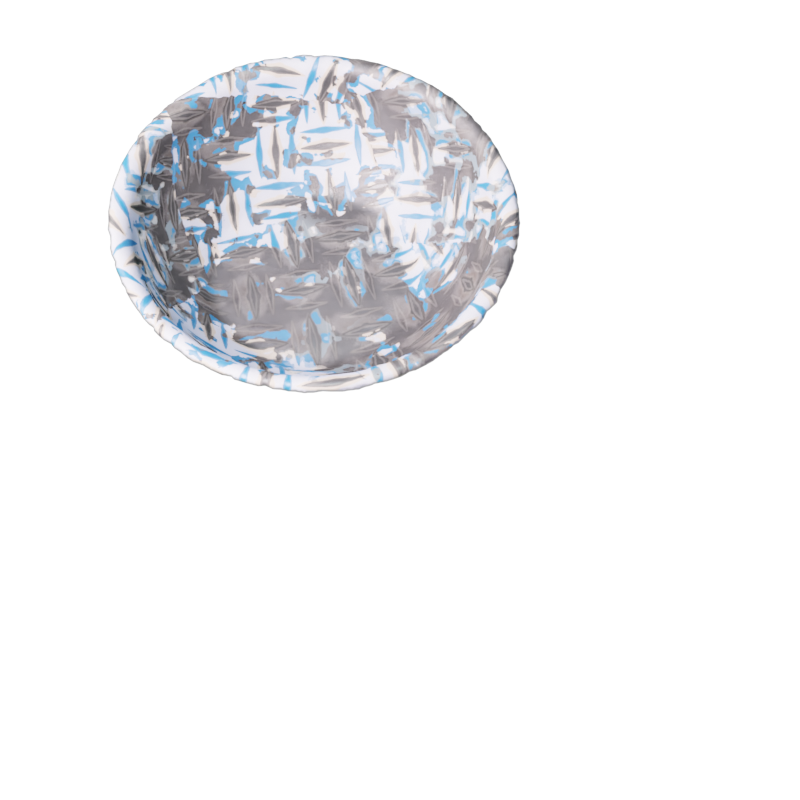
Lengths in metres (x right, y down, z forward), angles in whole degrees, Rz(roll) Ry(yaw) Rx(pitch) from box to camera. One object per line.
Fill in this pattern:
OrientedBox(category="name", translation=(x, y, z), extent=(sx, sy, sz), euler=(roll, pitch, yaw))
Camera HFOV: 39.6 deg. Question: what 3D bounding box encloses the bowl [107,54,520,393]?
OrientedBox(category="bowl", translation=(-0.036, -0.065, 0.458), extent=(0.162, 0.173, 0.052), euler=(-1, -31, -1))
